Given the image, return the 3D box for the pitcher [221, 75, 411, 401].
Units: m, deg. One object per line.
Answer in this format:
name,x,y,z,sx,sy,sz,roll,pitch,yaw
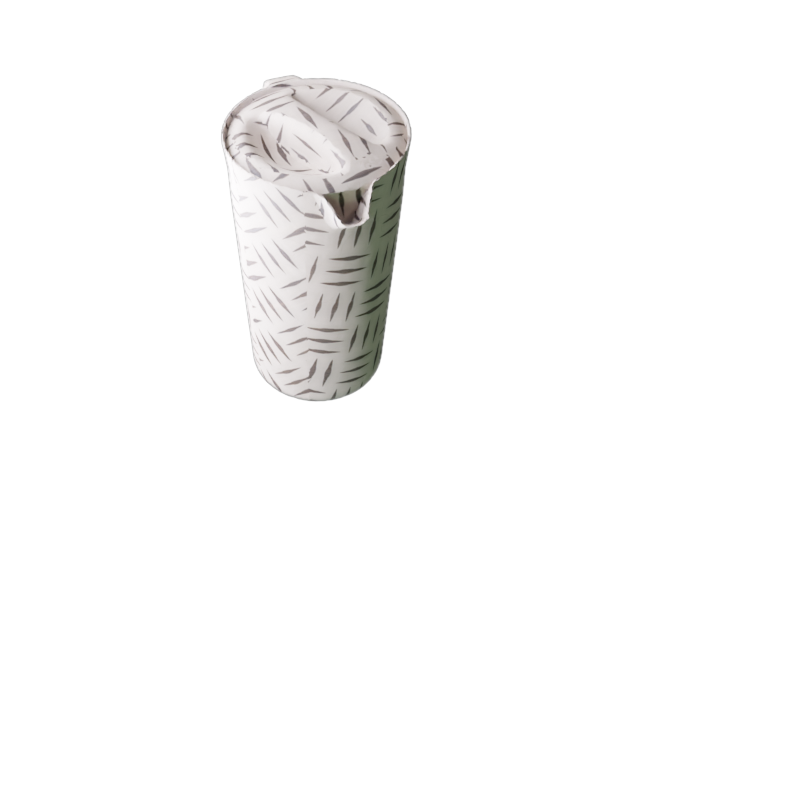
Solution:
pitcher,-0.067,-0.122,0.857,0.150,0.226,0.155,19,48,15
